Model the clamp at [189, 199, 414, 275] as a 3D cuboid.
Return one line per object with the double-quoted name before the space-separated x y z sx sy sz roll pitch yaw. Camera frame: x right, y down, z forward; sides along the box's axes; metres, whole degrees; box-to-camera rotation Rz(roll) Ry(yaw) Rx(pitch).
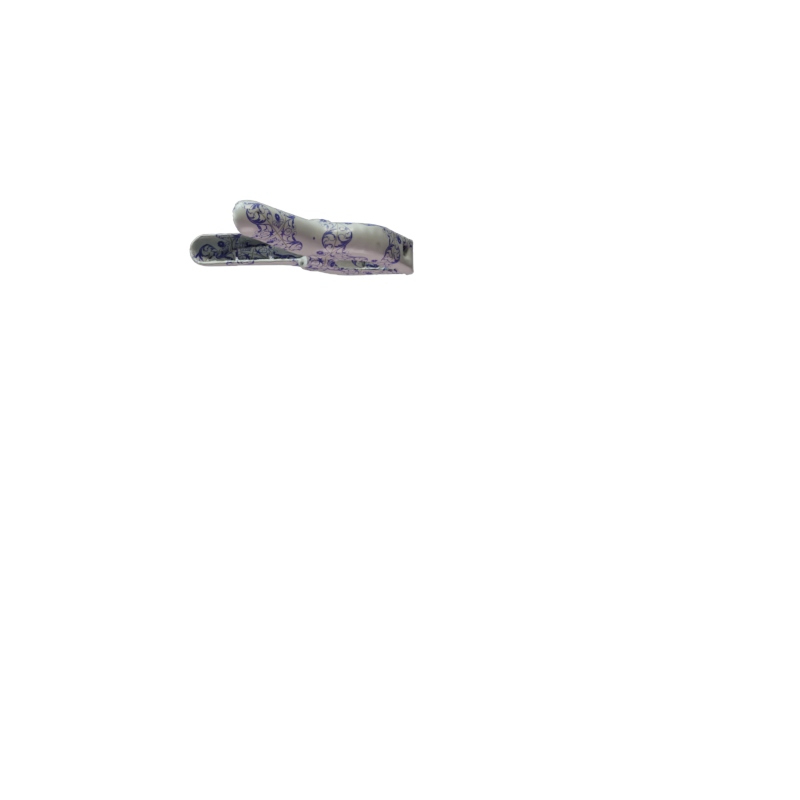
"clamp" -0.064 -0.118 0.824 0.168 0.040 0.121 0 -2 -15
